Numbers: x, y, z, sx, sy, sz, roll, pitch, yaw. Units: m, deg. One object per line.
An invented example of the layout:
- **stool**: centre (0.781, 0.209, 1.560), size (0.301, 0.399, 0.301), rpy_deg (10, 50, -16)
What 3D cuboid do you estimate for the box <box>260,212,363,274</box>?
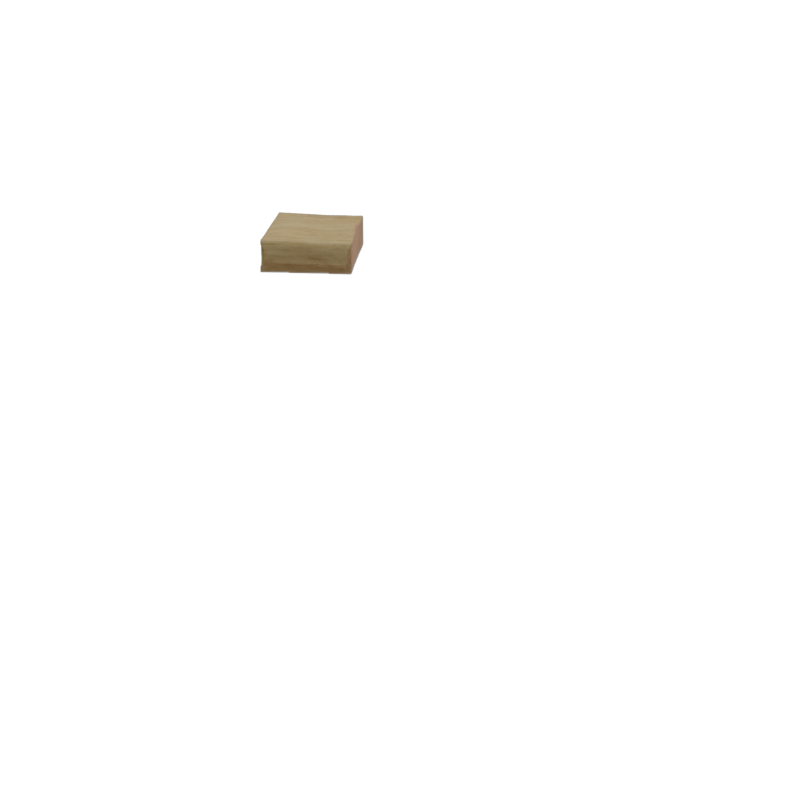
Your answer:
- **box**: centre (-0.070, -0.128, 0.900), size (0.074, 0.029, 0.092), rpy_deg (2, 22, 6)
